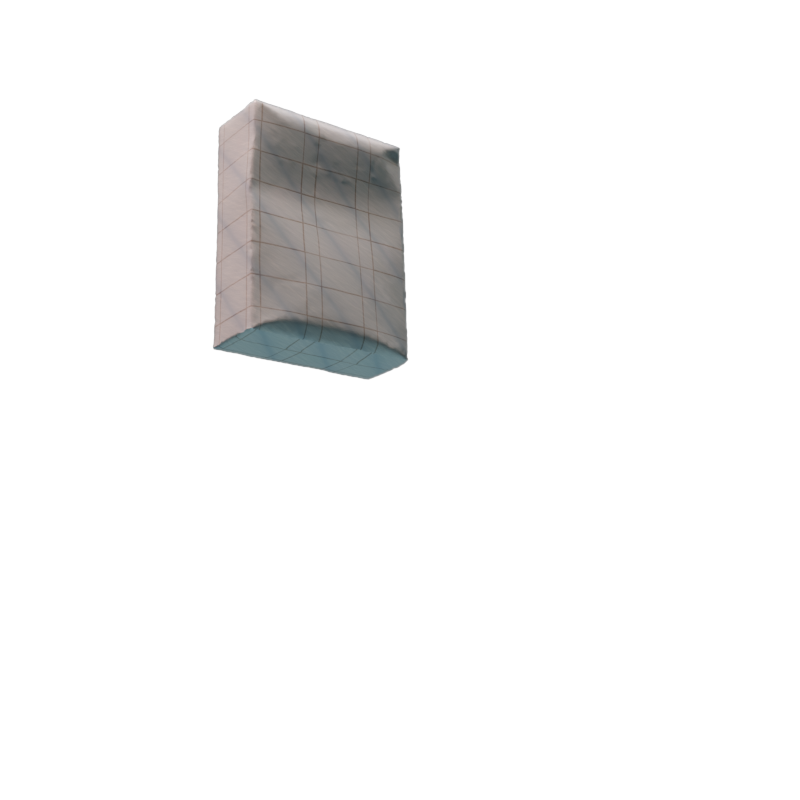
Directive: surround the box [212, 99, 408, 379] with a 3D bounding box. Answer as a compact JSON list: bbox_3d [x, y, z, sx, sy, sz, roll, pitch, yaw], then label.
[{"bbox_3d":[-0.076,-0.139,0.972,0.156,0.225,0.072,13,-26,-33],"label":"box"}]
